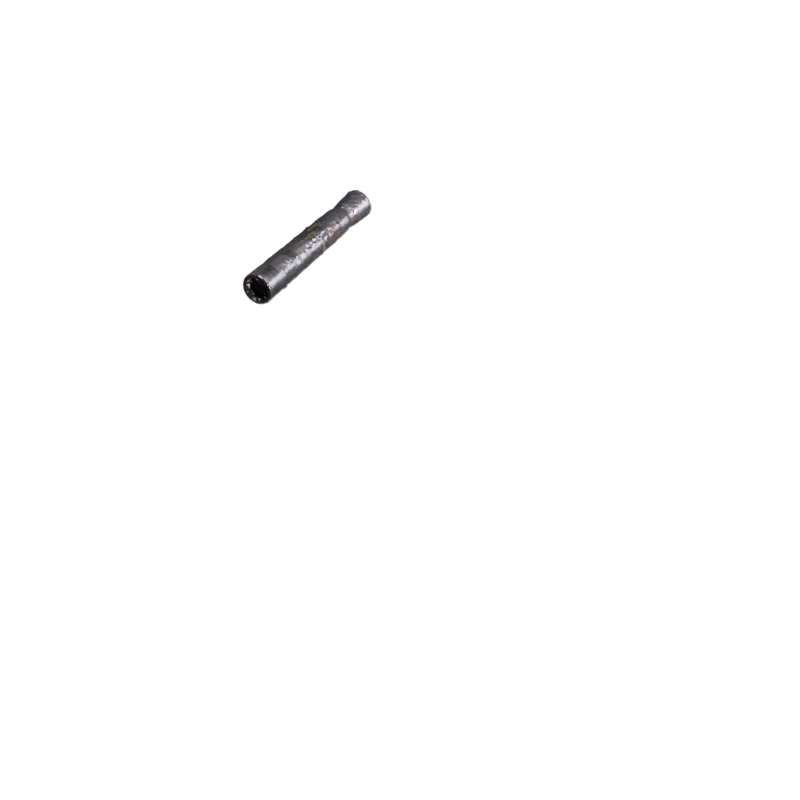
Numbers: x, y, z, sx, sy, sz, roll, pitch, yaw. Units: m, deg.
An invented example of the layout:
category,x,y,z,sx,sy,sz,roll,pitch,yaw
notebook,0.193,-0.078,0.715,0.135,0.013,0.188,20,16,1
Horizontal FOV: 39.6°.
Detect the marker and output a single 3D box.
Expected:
category,x,y,z,sx,sy,sz,roll,pitch,yaw
marker,-0.050,-0.092,0.643,0.020,0.019,0.124,2,32,30
